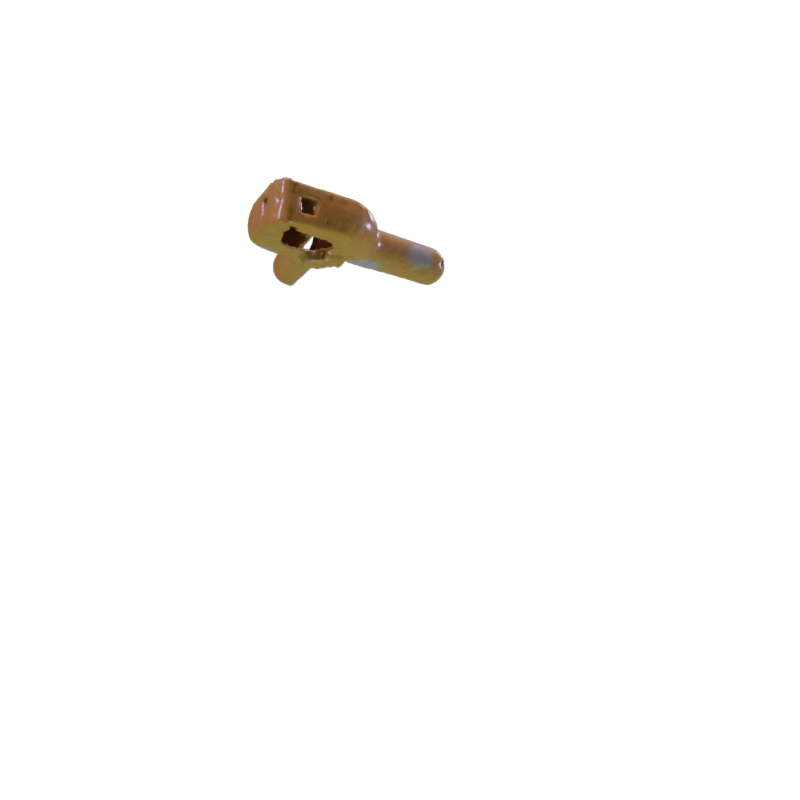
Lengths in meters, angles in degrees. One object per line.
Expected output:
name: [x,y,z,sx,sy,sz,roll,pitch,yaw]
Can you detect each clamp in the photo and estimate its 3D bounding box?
clamp: [-0.055,-0.101,0.708,0.123,0.041,0.161,-6,-14,25]
